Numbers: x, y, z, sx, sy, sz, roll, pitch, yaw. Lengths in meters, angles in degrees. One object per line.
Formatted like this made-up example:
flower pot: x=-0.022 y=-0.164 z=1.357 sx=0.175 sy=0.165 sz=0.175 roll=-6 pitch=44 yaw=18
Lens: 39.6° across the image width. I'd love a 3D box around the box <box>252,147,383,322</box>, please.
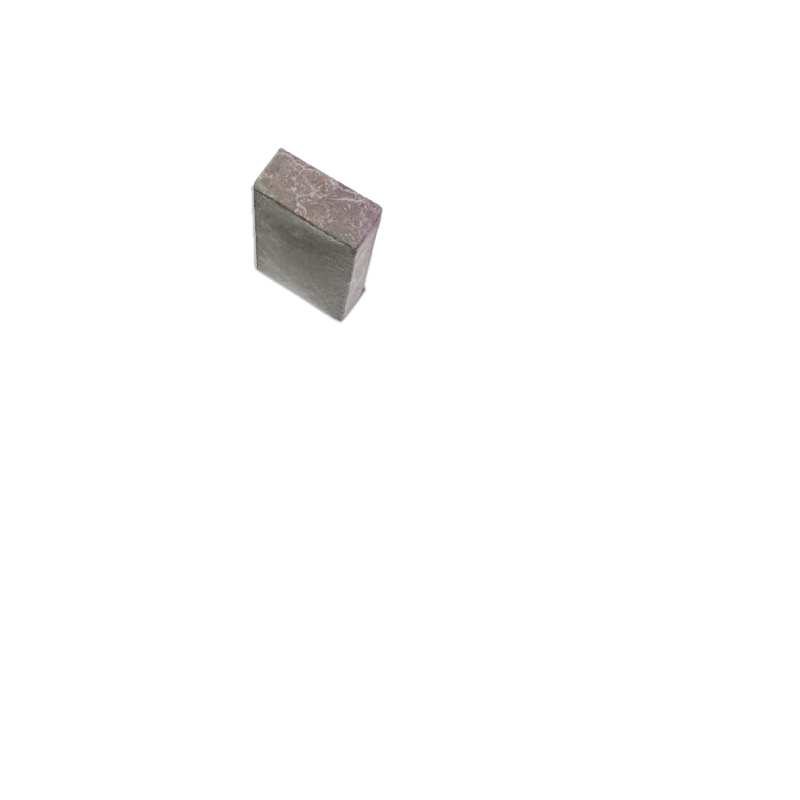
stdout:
box: x=-0.069 y=-0.126 z=0.883 sx=0.095 sy=0.049 sz=0.170 roll=33 pitch=-13 yaw=5
